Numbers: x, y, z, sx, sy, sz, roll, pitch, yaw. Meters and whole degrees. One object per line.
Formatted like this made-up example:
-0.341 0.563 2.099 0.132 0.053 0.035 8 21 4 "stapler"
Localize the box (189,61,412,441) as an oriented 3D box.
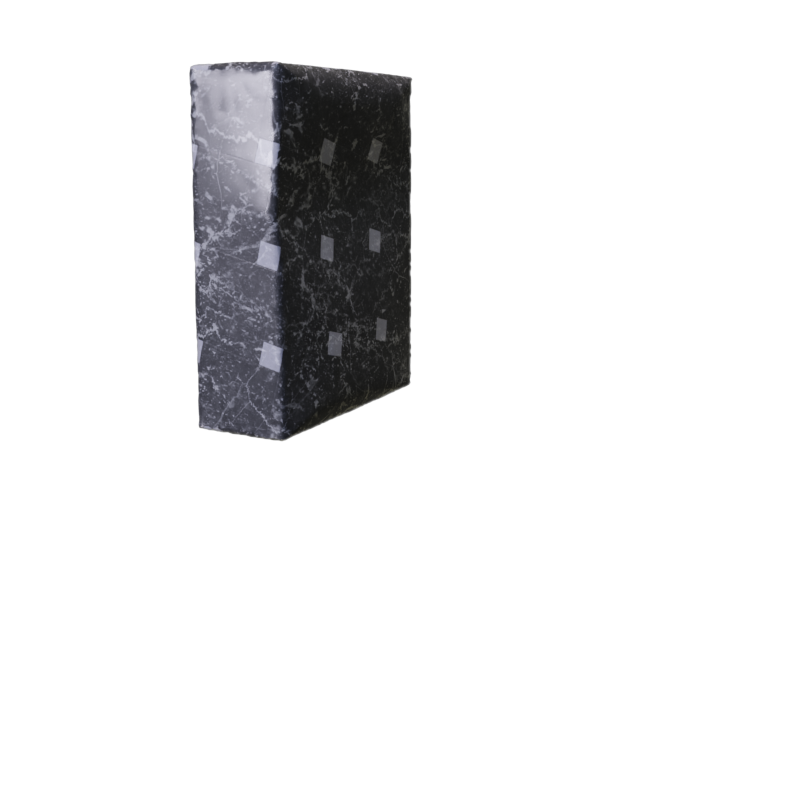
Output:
-0.054 -0.099 0.693 0.074 0.211 0.161 4 9 29 "box"
